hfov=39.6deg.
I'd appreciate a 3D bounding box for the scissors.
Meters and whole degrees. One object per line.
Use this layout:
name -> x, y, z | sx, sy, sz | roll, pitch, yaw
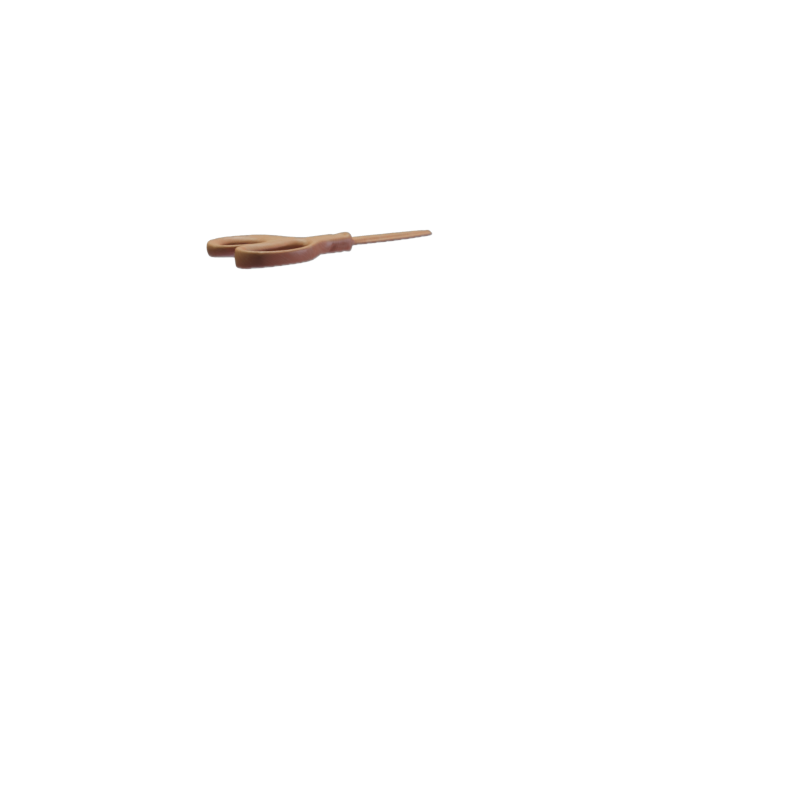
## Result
scissors -> -0.068, -0.124, 0.867 | 0.101, 0.015, 0.198 | 10, 19, 33
